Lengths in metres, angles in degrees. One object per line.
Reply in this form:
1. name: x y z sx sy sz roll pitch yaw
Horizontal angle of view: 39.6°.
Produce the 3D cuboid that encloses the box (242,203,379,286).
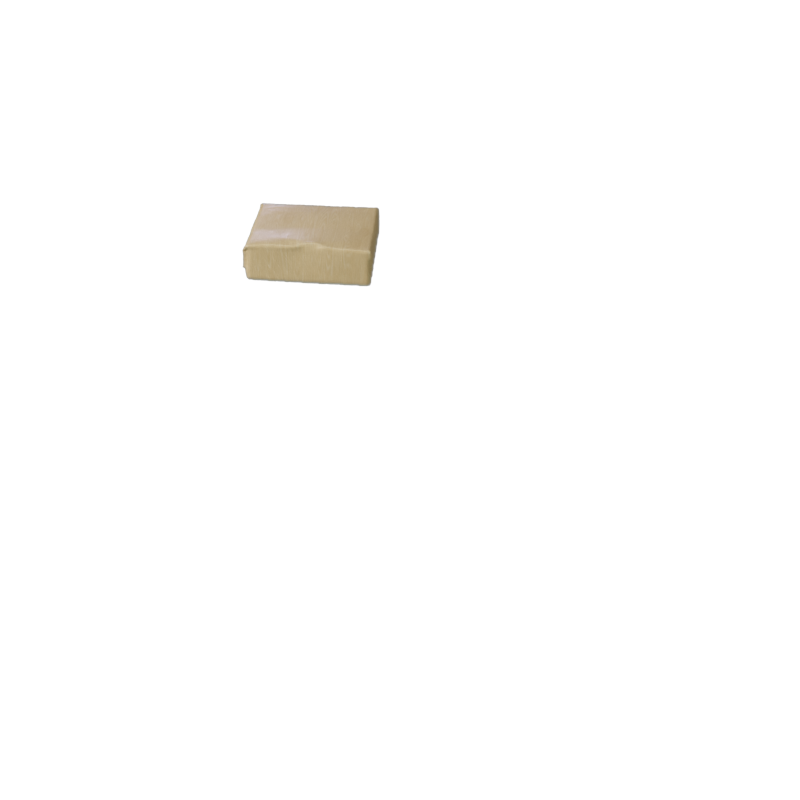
1. box: -0.062 -0.112 0.784 0.090 0.028 0.077 3 32 5
